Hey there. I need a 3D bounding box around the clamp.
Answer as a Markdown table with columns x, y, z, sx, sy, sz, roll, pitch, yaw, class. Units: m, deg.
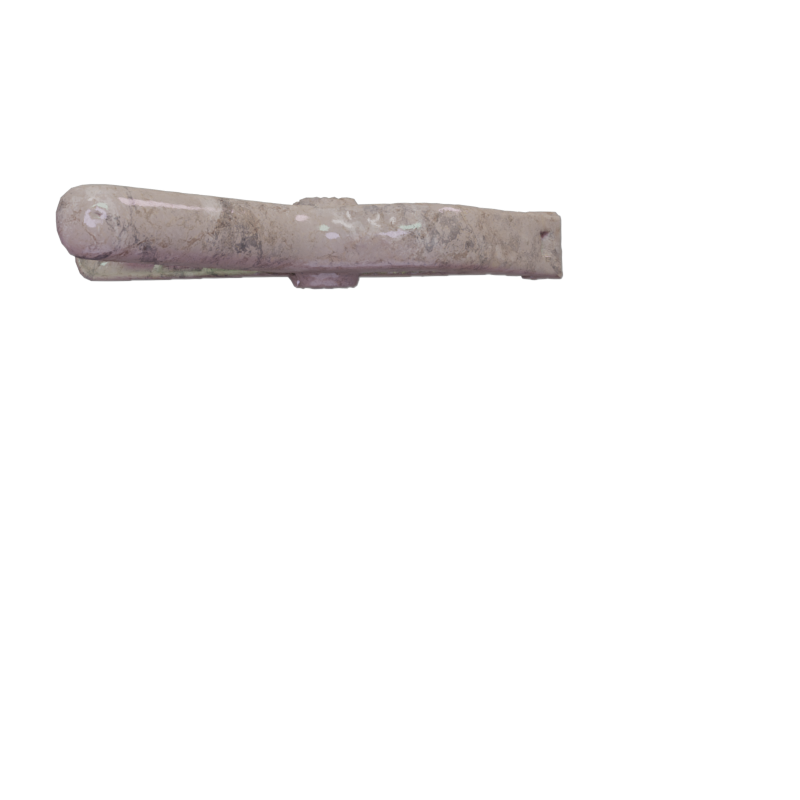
| x | y | z | sx | sy | sz | roll | pitch | yaw | class |
| --- | --- | --- | --- | --- | --- | --- | --- | --- | --- |
| -0.034 | -0.062 | 0.437 | 0.209 | 0.036 | 0.165 | 0 | 4 | -5 | clamp |
